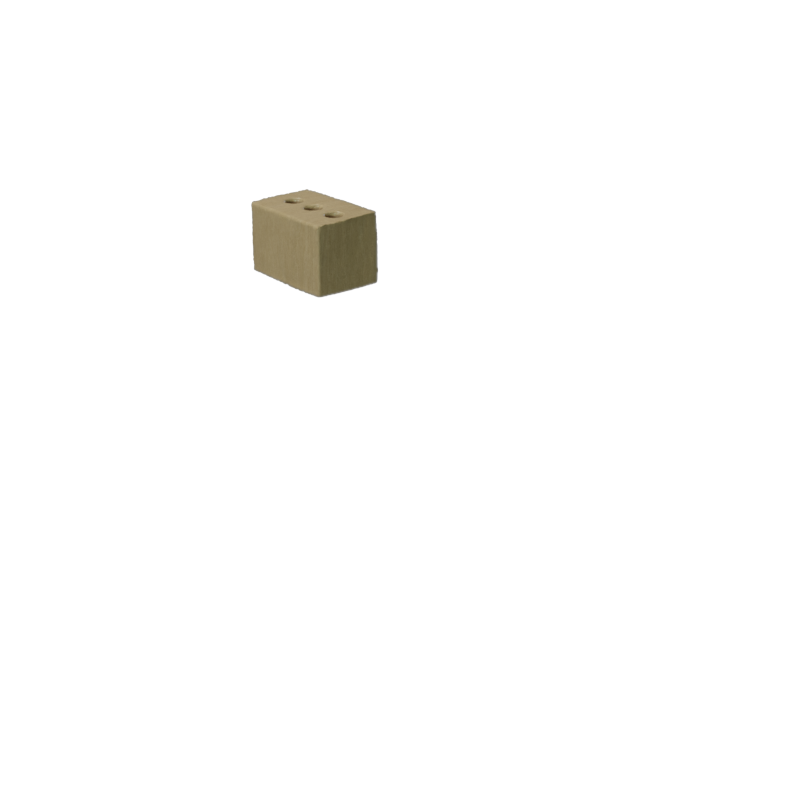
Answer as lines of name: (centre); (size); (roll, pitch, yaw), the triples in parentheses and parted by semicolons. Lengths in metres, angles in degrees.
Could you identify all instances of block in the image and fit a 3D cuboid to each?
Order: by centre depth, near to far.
block: (-0.060, -0.109, 0.764); (0.052, 0.049, 0.083); (-17, 29, -38)
